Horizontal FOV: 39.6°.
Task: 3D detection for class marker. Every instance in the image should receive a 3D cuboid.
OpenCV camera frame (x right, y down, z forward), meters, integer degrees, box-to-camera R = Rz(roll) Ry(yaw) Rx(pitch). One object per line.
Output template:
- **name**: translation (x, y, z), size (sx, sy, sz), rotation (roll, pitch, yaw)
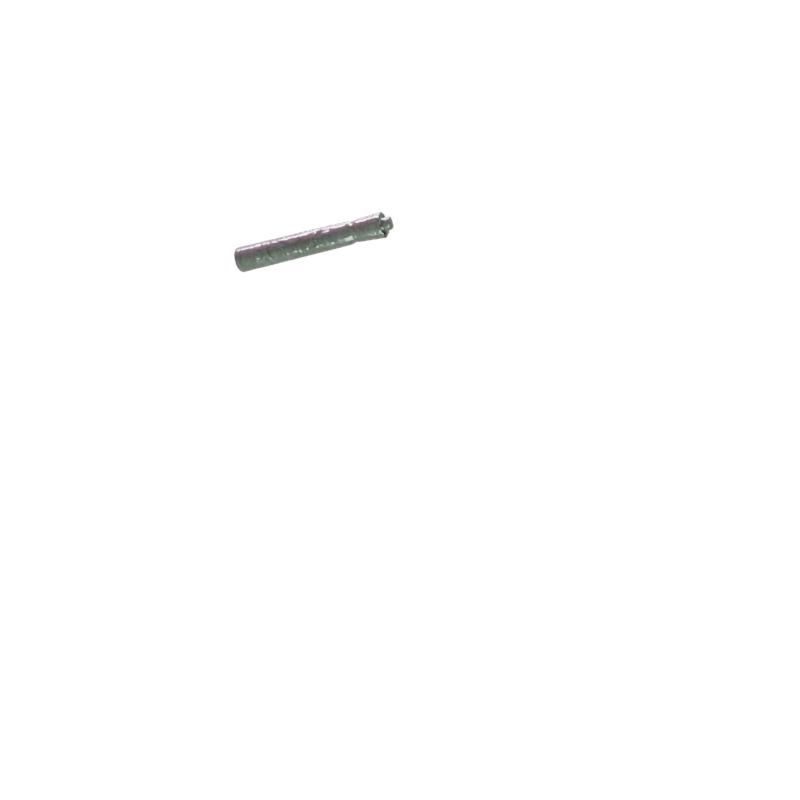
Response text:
- **marker**: translation (-0.062, -0.114, 0.796), size (0.123, 0.020, 0.019), rotation (-10, 0, 22)
